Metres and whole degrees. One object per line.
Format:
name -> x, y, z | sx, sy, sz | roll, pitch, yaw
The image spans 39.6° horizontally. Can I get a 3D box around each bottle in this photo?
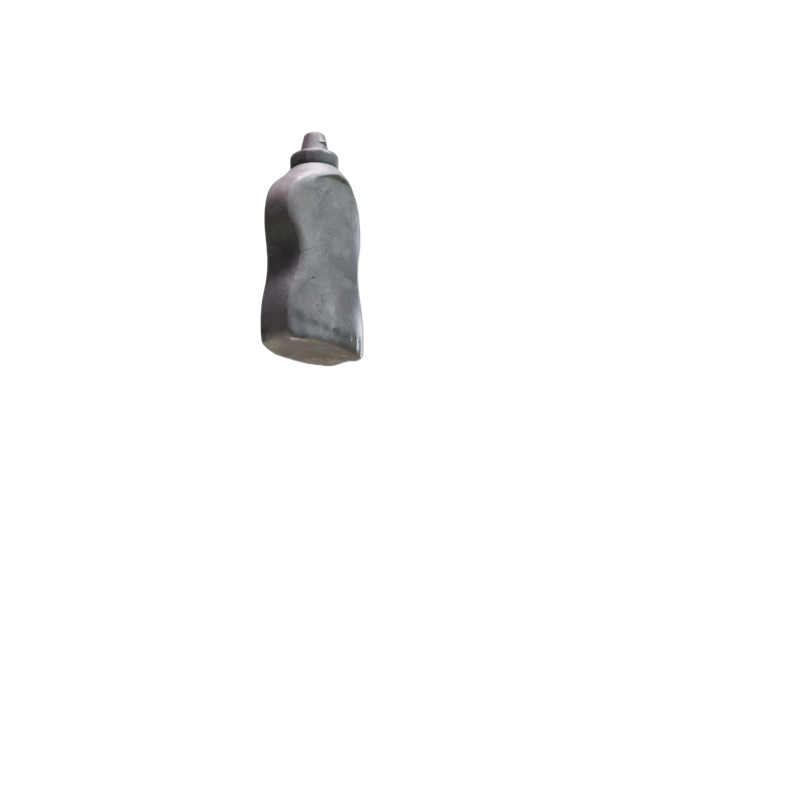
bottle -> -0.071, -0.130, 0.908 | 0.059, 0.201, 0.090 | -17, -24, 37
